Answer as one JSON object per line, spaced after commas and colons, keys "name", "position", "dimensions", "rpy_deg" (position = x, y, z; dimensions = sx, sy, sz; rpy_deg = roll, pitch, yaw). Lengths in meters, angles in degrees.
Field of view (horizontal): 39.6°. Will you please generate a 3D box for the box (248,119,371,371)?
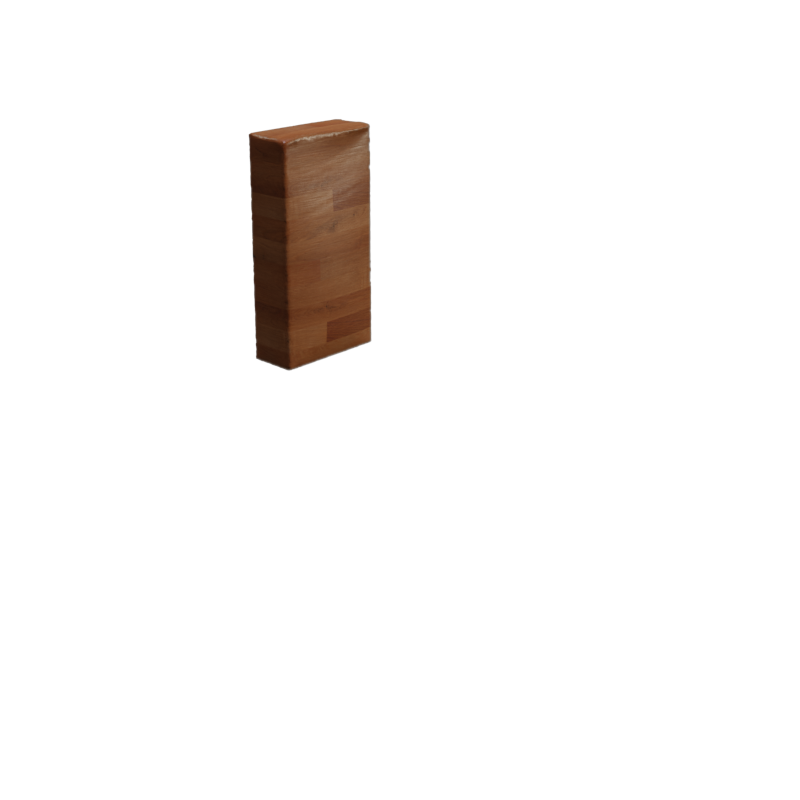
{"name": "box", "position": [-0.066, -0.120, 0.844], "dimensions": [0.051, 0.169, 0.092], "rpy_deg": [17, 25, 40]}
